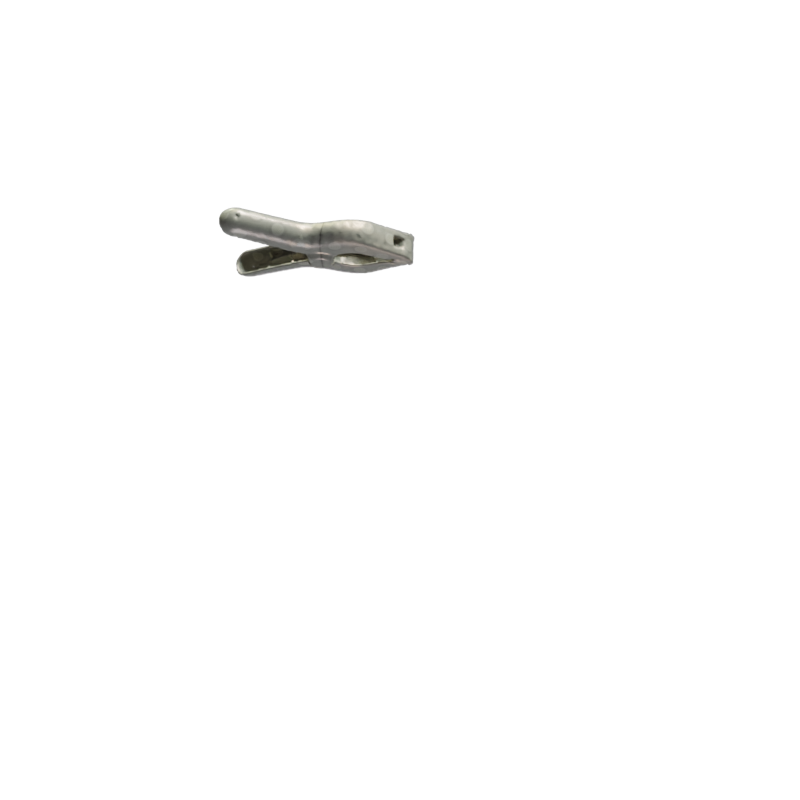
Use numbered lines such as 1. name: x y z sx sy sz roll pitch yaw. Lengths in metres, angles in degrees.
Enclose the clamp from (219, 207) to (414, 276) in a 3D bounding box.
1. clamp: -0.076 -0.139 0.974 0.174 0.040 0.115 -2 -10 11
